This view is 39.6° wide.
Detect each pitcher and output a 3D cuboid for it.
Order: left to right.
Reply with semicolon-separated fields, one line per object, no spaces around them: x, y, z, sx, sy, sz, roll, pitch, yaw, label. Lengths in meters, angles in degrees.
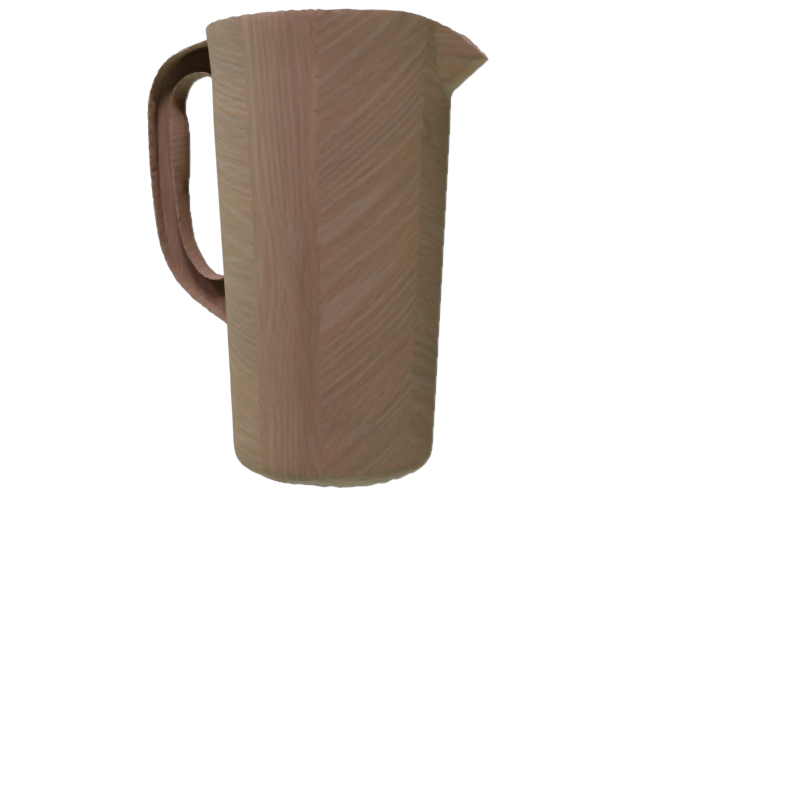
-0.047;-0.085;0.598;0.141;0.240;0.156;-3;7;-29;pitcher
